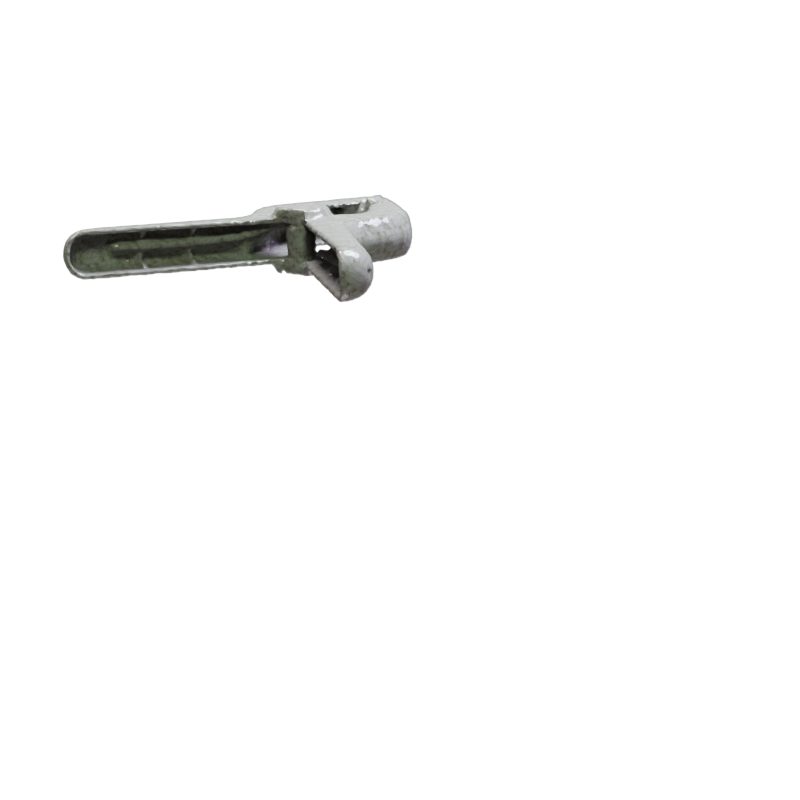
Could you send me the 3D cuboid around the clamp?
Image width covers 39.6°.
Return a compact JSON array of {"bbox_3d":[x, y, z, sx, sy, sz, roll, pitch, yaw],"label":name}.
[{"bbox_3d":[-0.046,-0.083,0.582,0.172,0.035,0.207,10,19,32],"label":"clamp"}]
